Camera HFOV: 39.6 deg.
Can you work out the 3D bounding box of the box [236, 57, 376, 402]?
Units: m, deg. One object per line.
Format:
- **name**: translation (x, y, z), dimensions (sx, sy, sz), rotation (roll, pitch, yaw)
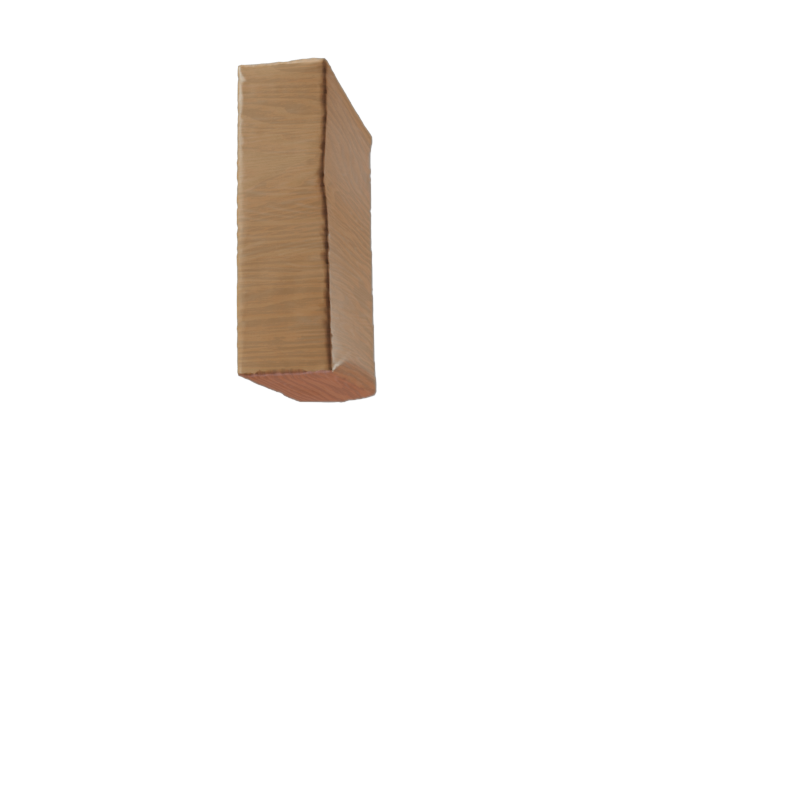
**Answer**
- **box**: translation (-0.062, -0.113, 0.792), dimensions (0.073, 0.221, 0.157), rotation (-3, -12, 10)
